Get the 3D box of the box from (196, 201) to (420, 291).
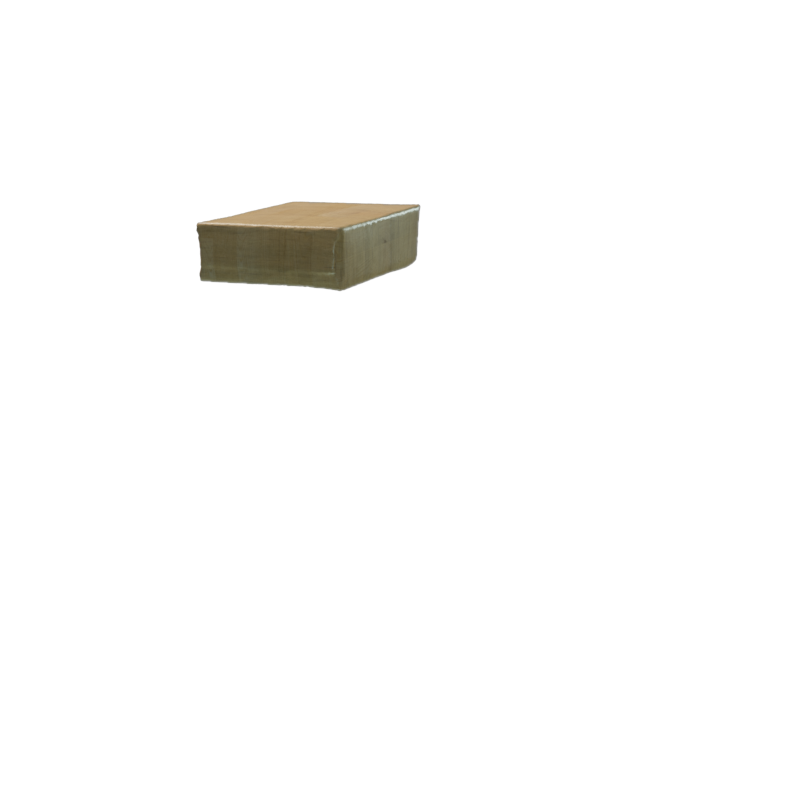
[{"bbox_3d":[-0.050,-0.091,0.640,0.093,0.038,0.112,6,15,24],"label":"box"}]
